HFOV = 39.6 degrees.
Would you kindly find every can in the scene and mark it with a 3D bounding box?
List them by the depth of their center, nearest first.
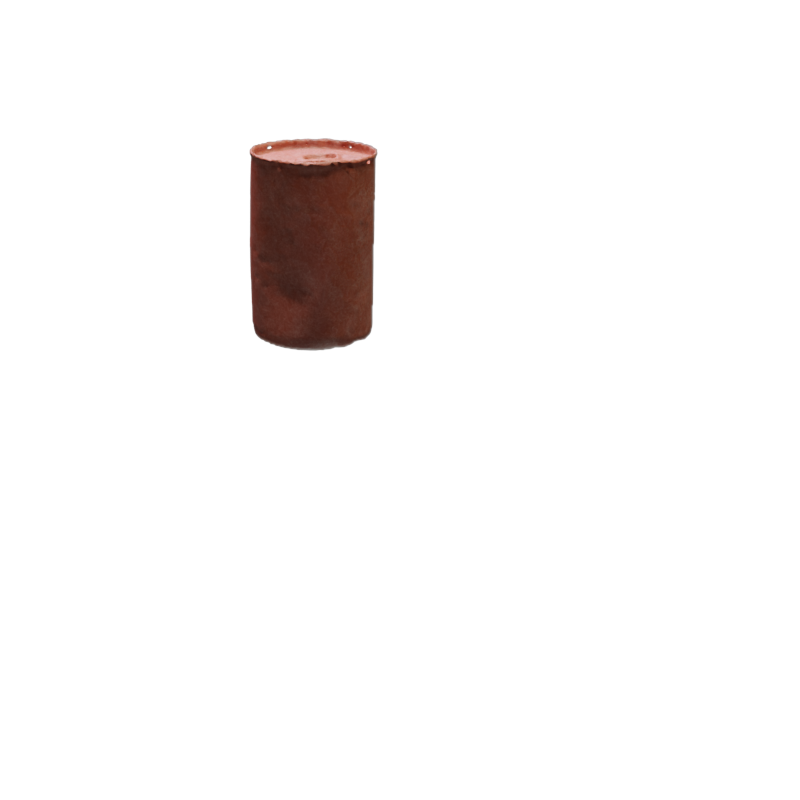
[{"bbox_3d":[-0.047,-0.086,0.601,0.068,0.098,0.071,0,18,-2],"label":"can"}]
